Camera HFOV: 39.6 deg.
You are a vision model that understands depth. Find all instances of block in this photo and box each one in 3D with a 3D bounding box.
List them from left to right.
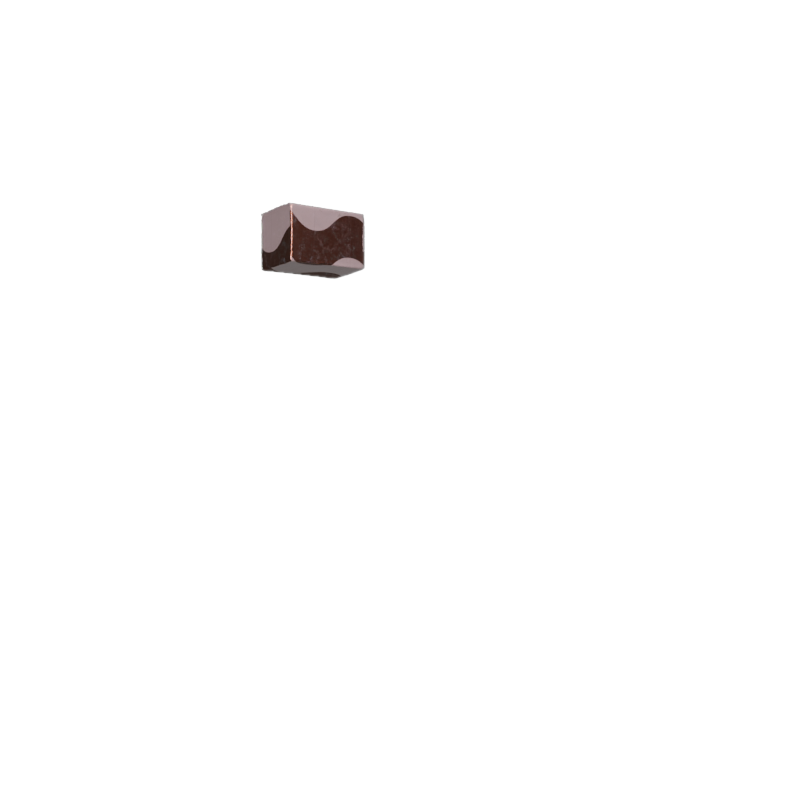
[{"bbox_3d":[-0.076,-0.138,0.969,0.075,0.053,0.054,5,-10,-34],"label":"block"}]
